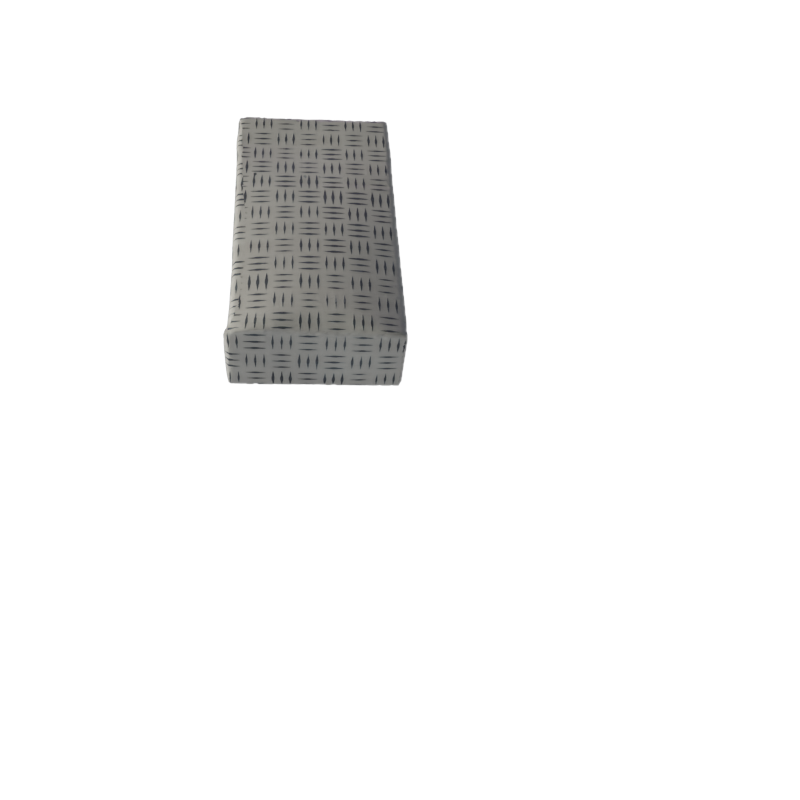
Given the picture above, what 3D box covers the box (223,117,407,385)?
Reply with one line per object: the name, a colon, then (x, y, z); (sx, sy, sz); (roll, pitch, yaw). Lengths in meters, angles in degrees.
box: (-0.049, -0.089, 0.625); (0.093, 0.189, 0.045); (0, -44, -4)
